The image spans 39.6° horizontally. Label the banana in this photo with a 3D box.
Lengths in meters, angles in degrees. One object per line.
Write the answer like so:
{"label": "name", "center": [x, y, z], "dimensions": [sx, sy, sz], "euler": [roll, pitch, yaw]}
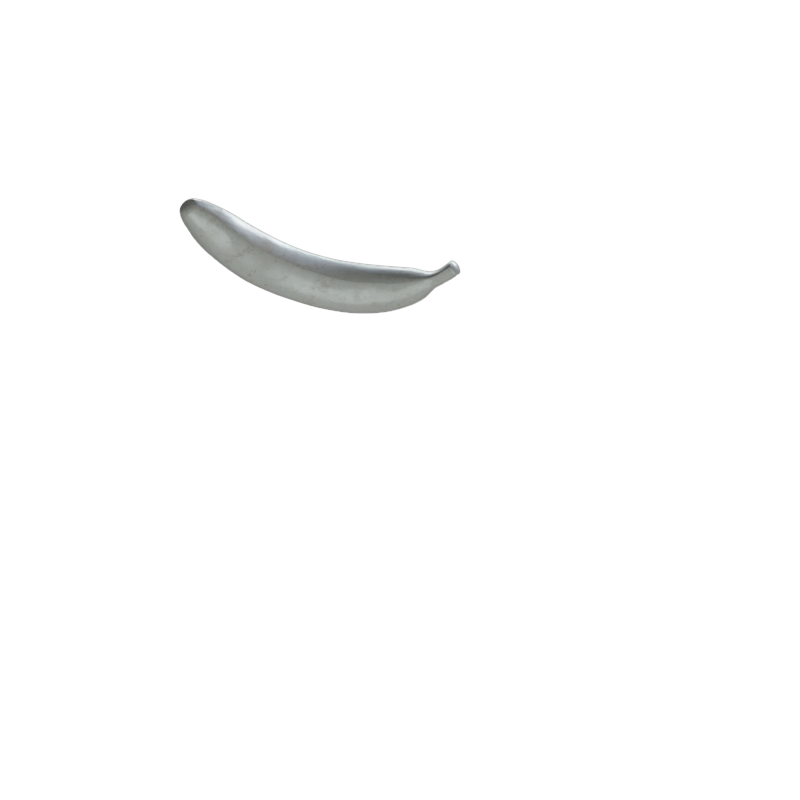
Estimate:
{"label": "banana", "center": [-0.062, -0.096, 0.782], "dimensions": [0.194, 0.066, 0.039], "euler": [11, 39, -9]}
